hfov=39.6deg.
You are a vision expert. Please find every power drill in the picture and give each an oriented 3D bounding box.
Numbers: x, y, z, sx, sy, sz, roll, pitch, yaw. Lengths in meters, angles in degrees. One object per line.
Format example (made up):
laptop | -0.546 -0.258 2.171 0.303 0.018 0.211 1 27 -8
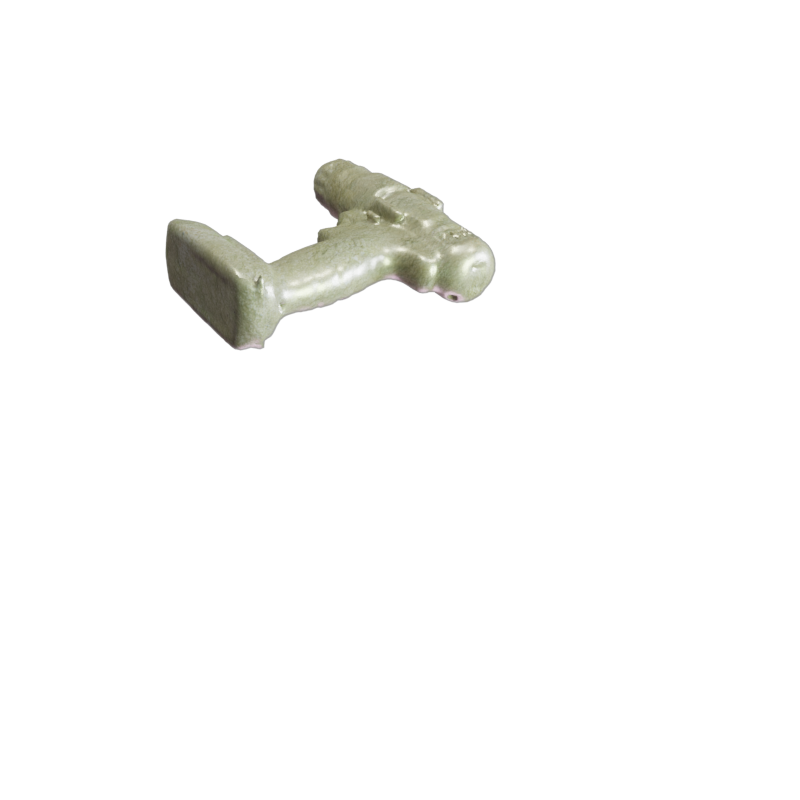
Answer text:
power drill | -0.058 -0.106 0.746 0.185 0.054 0.198 -20 37 -28
